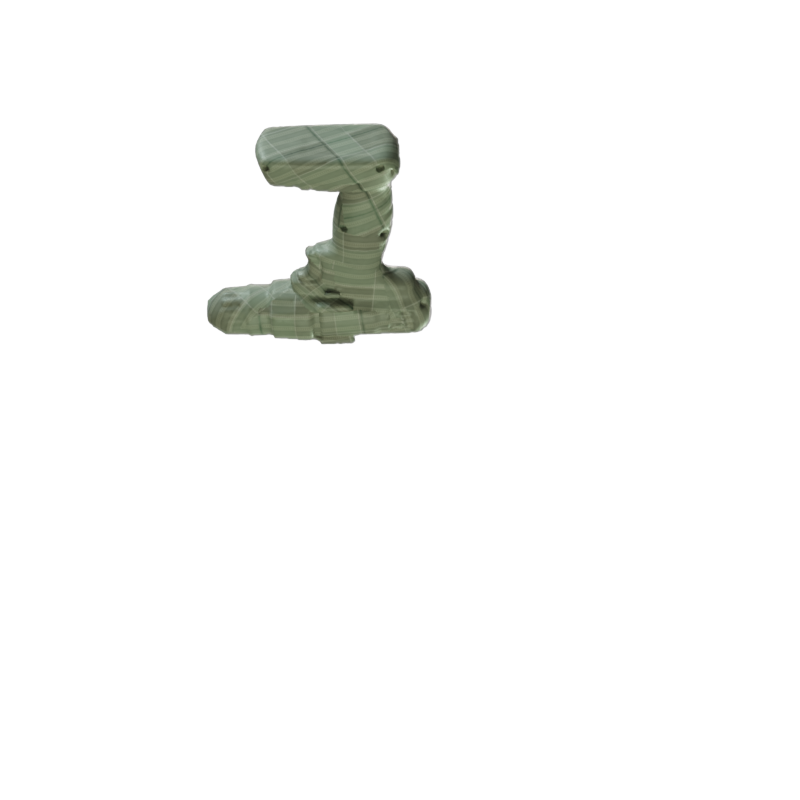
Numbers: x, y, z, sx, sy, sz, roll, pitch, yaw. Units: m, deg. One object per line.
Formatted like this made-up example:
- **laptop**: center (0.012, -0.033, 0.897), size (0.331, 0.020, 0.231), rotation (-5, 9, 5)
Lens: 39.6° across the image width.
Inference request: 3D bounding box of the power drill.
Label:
- **power drill**: center (-0.068, -0.124, 0.868), size (0.185, 0.174, 0.062), rotation (-2, 42, 1)
